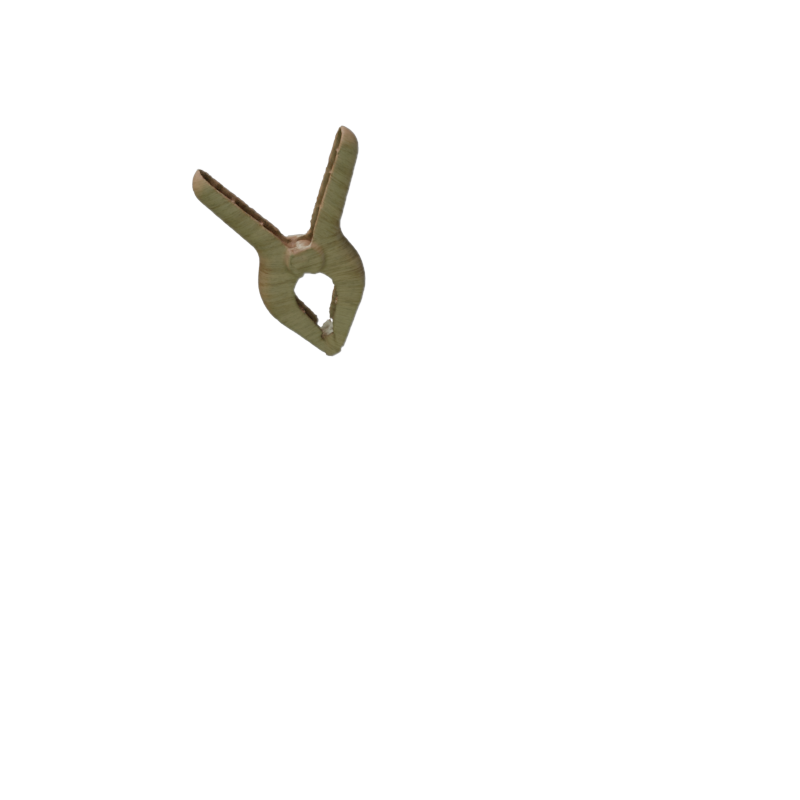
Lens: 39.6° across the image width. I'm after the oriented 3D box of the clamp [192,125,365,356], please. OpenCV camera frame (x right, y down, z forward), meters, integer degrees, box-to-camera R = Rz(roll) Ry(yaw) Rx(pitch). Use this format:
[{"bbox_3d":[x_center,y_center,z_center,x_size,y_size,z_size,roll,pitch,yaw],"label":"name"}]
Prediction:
[{"bbox_3d":[-0.063,-0.115,0.808,0.120,0.161,0.042,-21,26,11],"label":"clamp"}]
